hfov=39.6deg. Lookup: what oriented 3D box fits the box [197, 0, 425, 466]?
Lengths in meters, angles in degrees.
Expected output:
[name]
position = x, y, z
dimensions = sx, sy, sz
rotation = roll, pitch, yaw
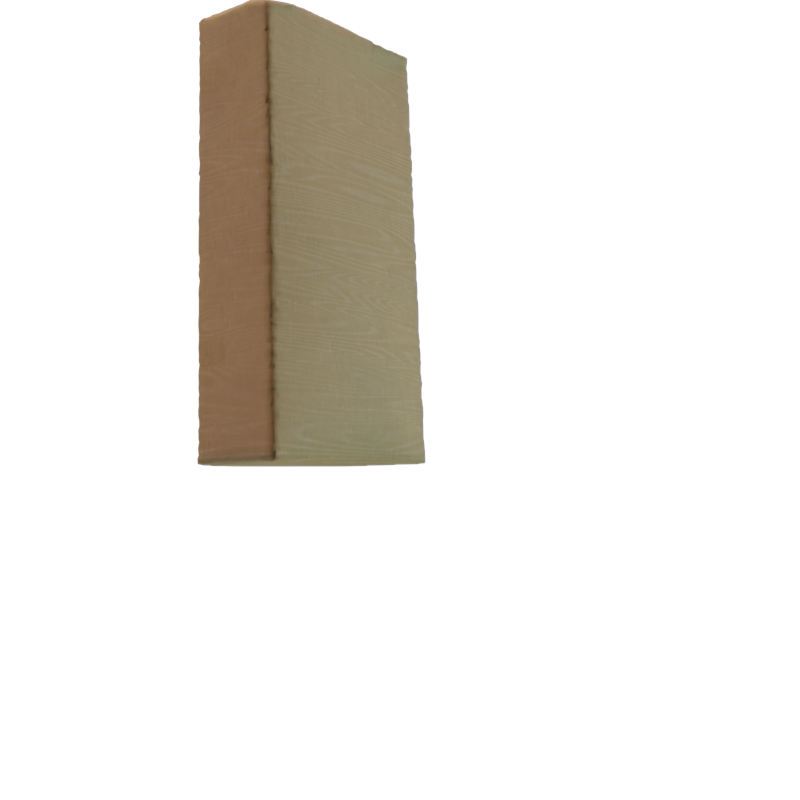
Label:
[box]
position = -0.035, -0.063, 0.444
dimensions = 0.049, 0.181, 0.089
rotation = -9, -13, 38
